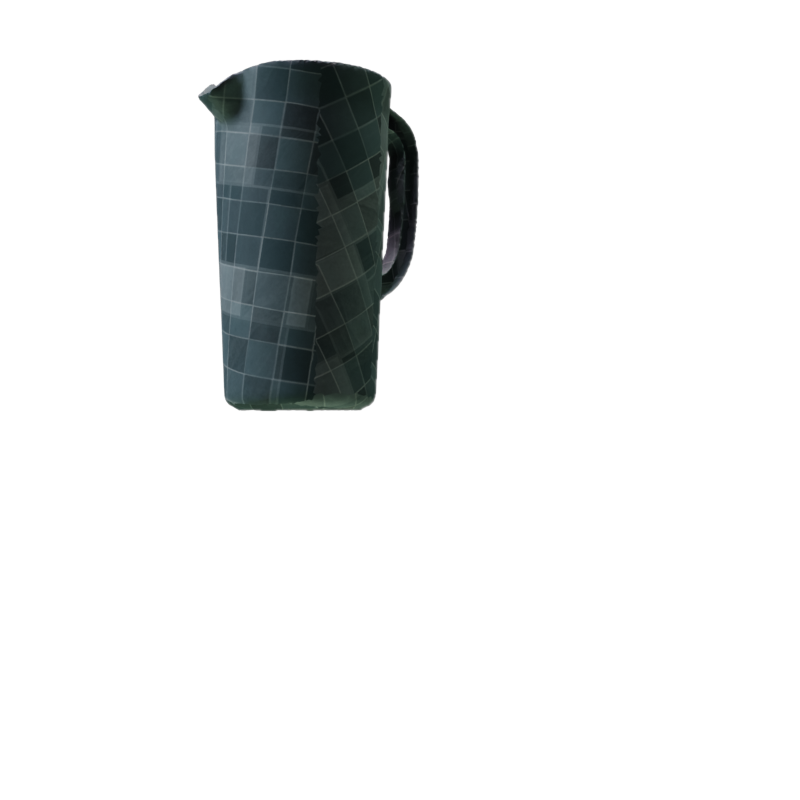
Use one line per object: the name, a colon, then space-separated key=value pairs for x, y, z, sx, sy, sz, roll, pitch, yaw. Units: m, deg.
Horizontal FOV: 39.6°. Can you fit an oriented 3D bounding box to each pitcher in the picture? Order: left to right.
pitcher: x=-0.063 y=-0.115 z=0.808 sx=0.150 sy=0.247 sz=0.141 roll=-1 pitch=-6 yaw=6
